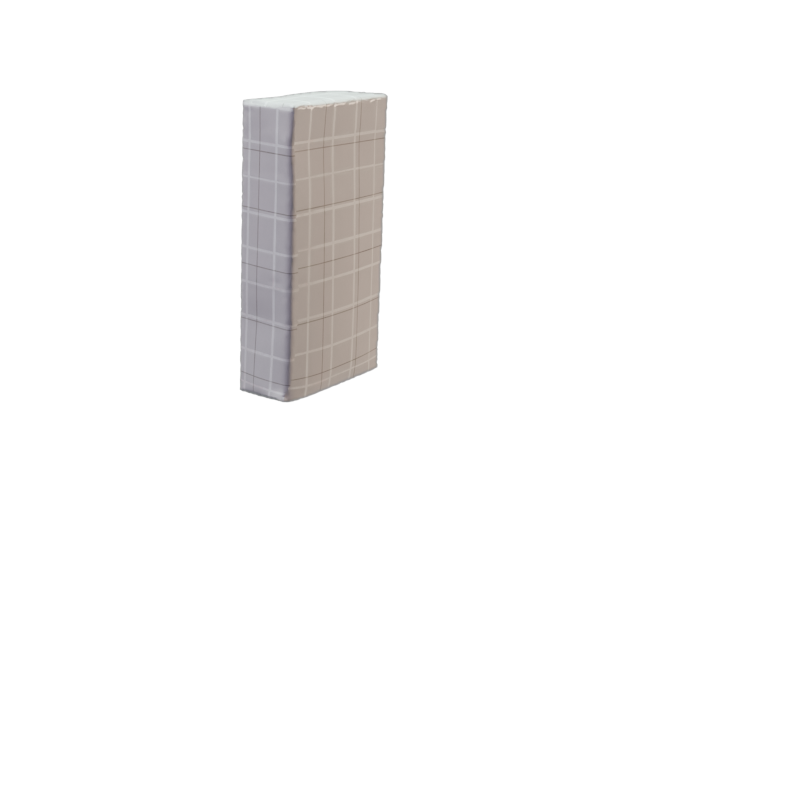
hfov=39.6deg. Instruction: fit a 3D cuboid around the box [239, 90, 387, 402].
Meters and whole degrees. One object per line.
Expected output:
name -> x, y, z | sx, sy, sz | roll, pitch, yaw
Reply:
box -> -0.052, -0.095, 0.667 | 0.050, 0.171, 0.092 | 10, 16, 35
